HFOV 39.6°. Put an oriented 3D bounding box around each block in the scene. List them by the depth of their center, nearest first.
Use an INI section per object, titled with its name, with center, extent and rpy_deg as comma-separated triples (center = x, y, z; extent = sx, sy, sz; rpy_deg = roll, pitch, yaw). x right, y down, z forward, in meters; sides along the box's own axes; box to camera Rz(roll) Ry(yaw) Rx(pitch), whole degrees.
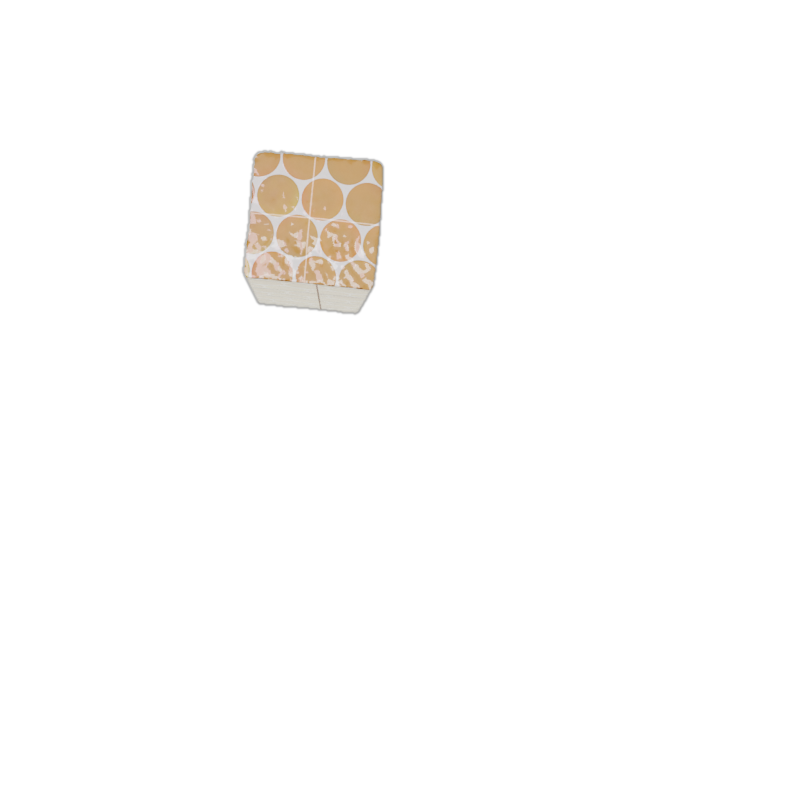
[block]
center = -0.066, -0.122, 0.848
extent = 0.090, 0.091, 0.204
rpy_deg = 5, -2, -4
